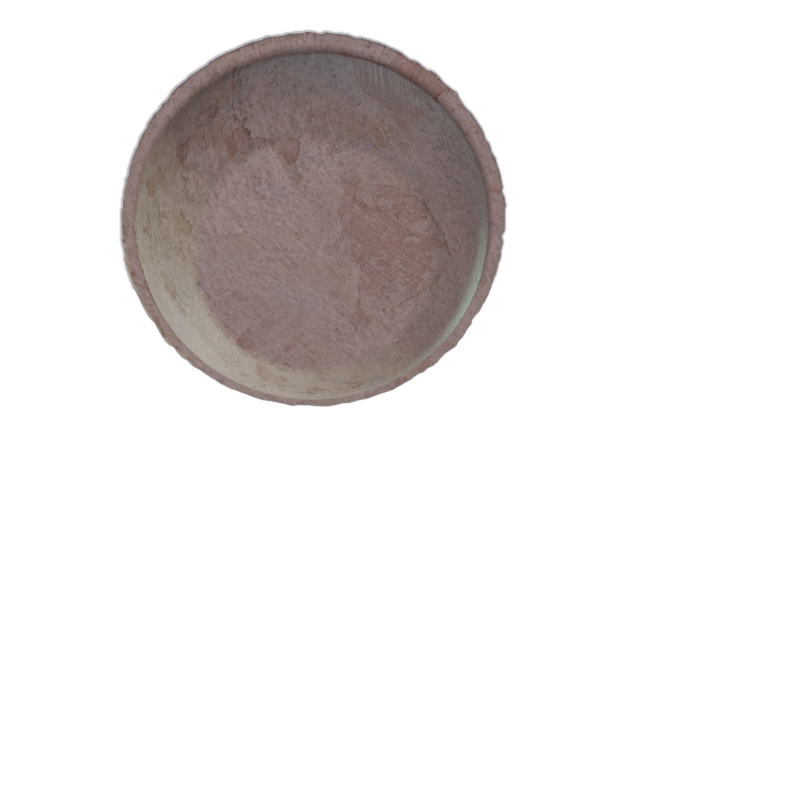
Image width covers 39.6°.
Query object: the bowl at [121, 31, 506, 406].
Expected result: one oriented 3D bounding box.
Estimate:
[{"bbox_3d":[-0.035,-0.063,0.441,0.162,0.156,0.057,0,16,-1],"label":"bowl"}]
